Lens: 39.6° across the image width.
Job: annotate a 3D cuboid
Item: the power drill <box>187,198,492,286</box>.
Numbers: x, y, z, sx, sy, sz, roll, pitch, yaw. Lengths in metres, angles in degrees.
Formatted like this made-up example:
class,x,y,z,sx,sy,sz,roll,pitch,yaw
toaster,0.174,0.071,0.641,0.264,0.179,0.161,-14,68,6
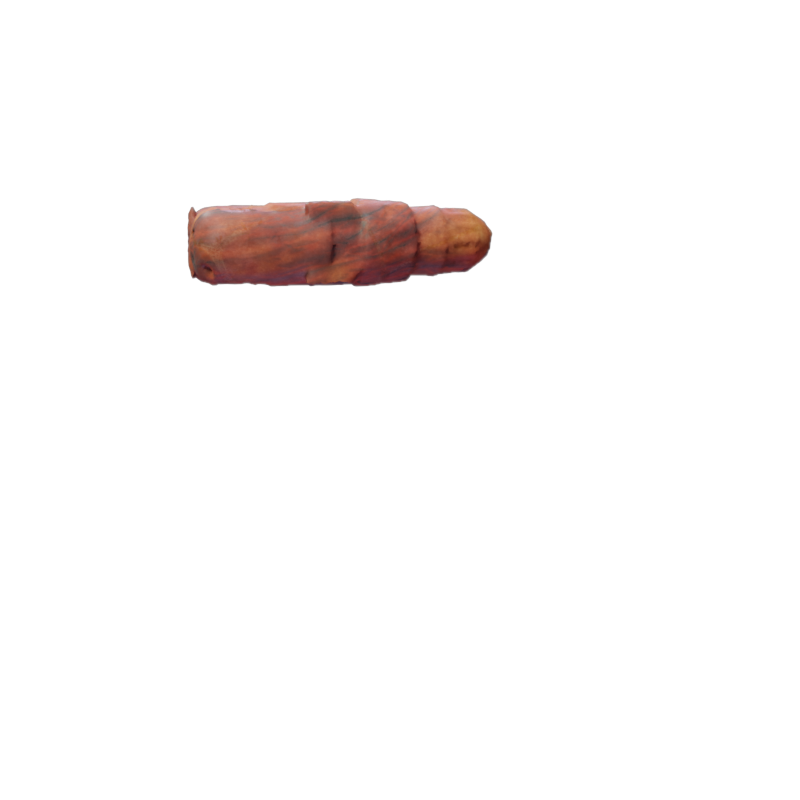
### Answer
class,x,y,z,sx,sy,sz,roll,pitch,yaw
power drill,-0.057,-0.103,0.723,0.180,0.057,0.193,-2,6,-19
